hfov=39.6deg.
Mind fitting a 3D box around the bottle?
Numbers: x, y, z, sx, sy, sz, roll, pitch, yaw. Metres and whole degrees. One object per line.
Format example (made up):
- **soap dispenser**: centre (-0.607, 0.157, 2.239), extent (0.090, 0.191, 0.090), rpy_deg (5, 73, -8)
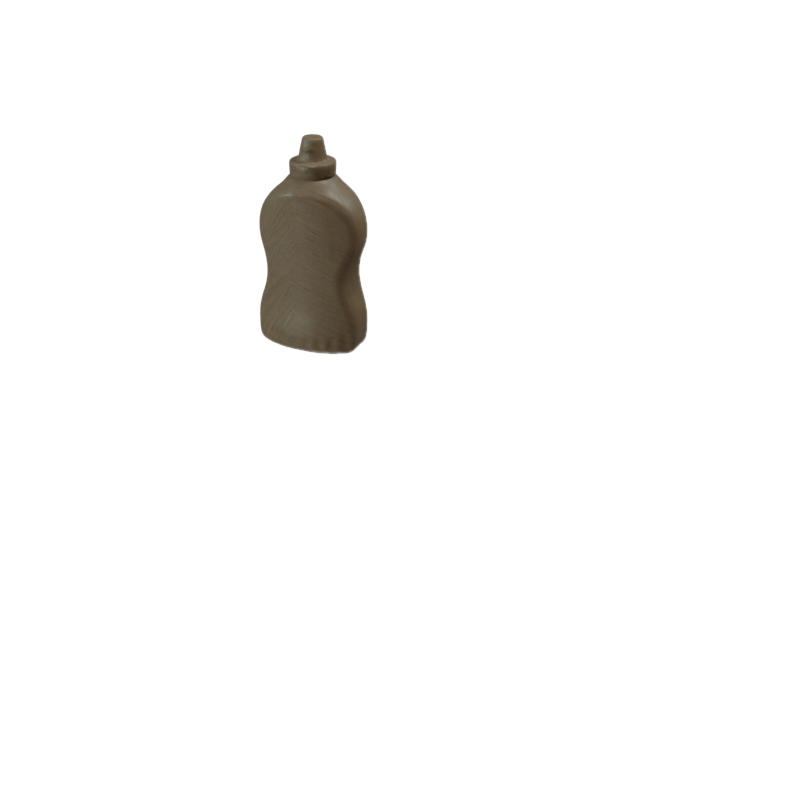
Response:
- **bottle**: centre (-0.077, -0.139, 0.976), extent (0.100, 0.183, 0.059), rpy_deg (11, 23, 23)
